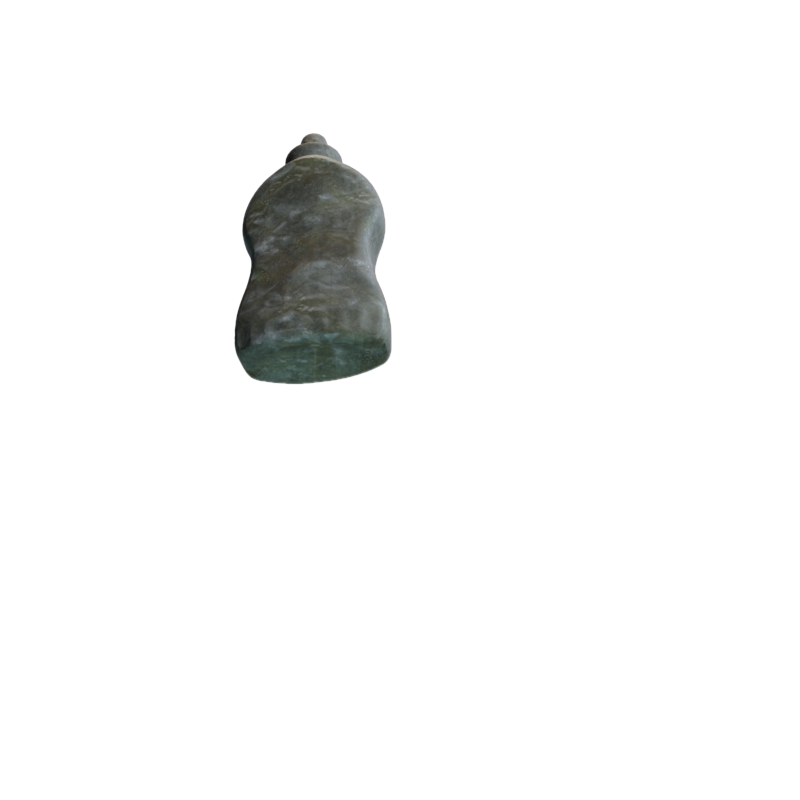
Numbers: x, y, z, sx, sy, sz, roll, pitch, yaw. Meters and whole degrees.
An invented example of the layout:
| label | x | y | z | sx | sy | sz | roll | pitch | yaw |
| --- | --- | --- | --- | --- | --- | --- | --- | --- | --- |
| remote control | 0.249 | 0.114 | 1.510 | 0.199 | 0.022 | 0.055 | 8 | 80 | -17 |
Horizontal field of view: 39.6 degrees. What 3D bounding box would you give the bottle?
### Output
| label | x | y | z | sx | sy | sz | roll | pitch | yaw |
| --- | --- | --- | --- | --- | --- | --- | --- | --- | --- |
| bottle | -0.058 | -0.106 | 0.742 | 0.097 | 0.205 | 0.054 | -10 | -37 | 9 |
